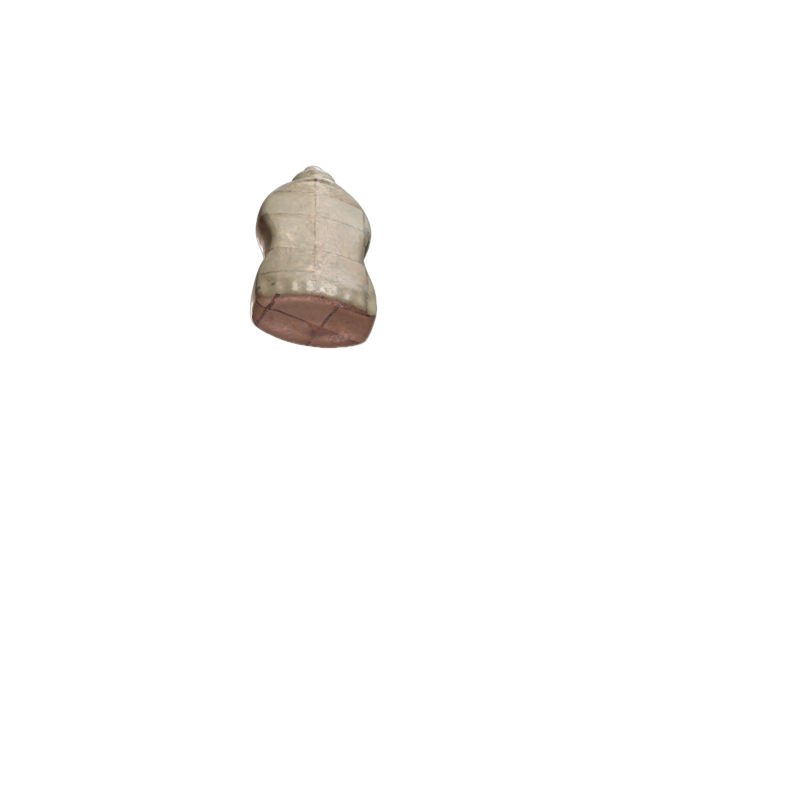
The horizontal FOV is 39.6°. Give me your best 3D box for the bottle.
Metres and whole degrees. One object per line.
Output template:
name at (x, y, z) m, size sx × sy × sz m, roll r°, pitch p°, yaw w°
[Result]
bottle at (-0.072, -0.130, 0.913) m, size 0.095 × 0.206 × 0.055 m, roll 7°, pitch -46°, yaw -10°
